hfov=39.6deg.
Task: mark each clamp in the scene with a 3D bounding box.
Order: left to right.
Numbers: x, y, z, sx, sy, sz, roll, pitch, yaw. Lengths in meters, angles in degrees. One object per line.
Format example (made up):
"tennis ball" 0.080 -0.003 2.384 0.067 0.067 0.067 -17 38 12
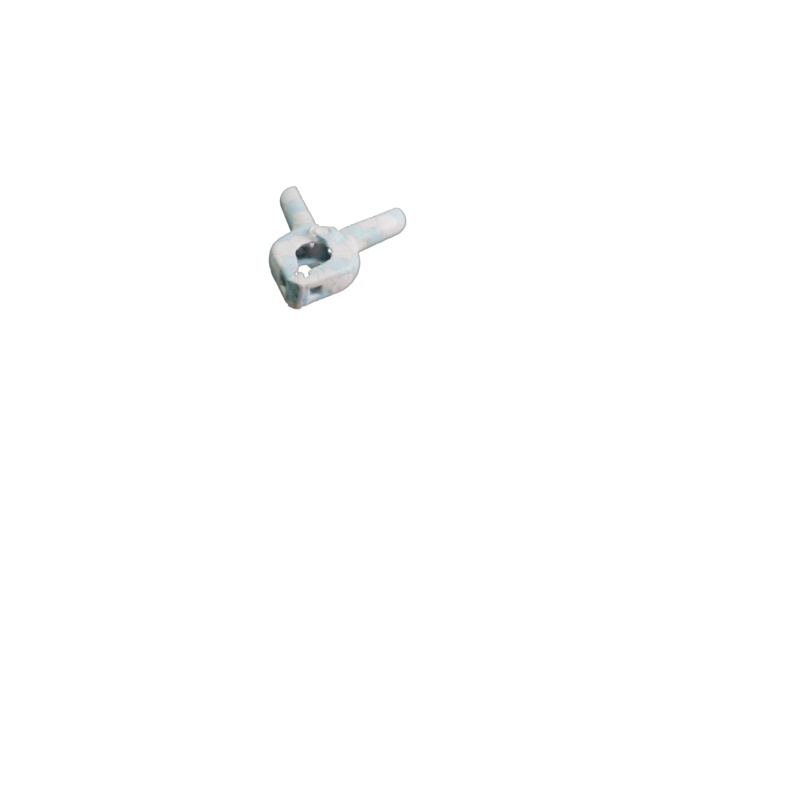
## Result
"clamp" -0.077 -0.141 0.986 0.124 0.037 0.176 13 35 18
